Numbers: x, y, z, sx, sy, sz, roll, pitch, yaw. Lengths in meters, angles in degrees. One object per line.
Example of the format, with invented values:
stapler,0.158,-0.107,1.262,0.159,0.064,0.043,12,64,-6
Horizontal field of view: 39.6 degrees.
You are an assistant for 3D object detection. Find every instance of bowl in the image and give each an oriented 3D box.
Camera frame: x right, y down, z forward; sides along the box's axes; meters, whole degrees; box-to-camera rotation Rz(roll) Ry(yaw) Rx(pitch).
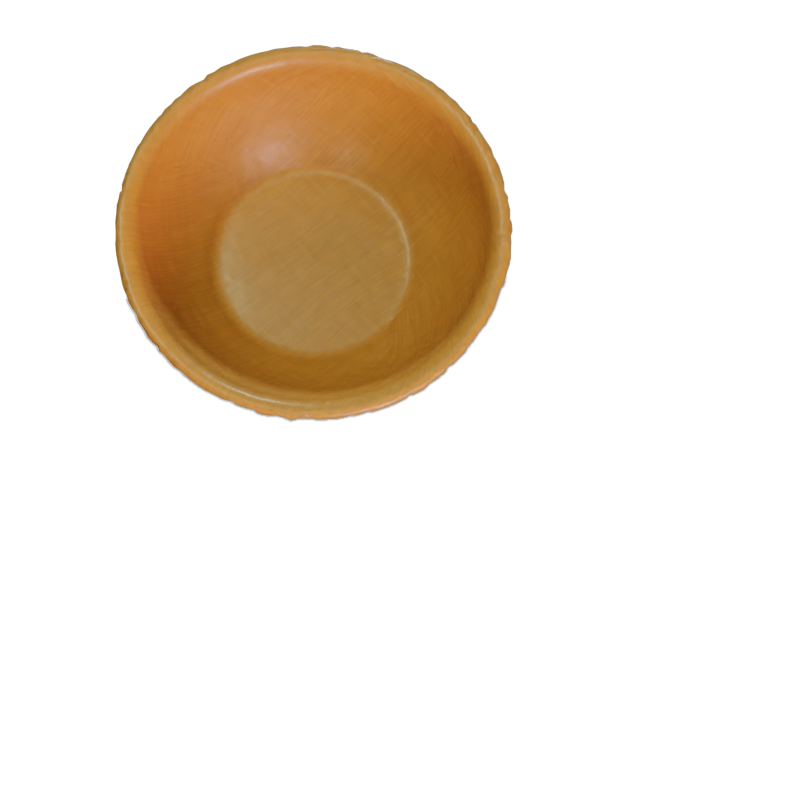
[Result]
bowl,-0.037,-0.068,0.474,0.162,0.169,0.053,-1,-17,-1
